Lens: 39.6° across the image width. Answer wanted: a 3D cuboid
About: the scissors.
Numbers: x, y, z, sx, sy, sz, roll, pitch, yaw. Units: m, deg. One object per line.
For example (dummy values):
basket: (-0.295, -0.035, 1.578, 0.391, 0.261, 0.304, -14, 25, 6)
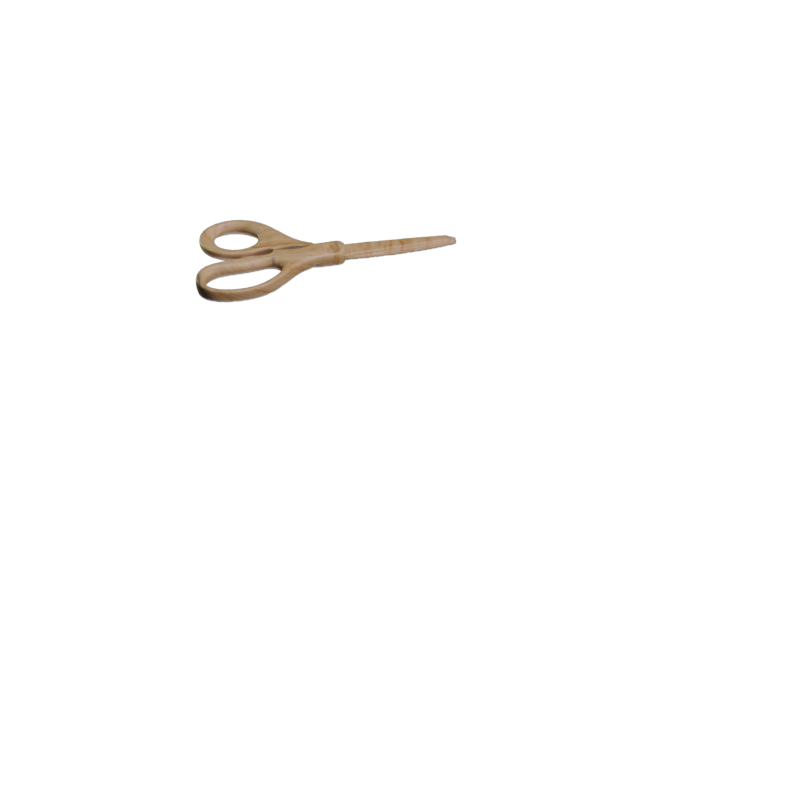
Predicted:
scissors: (-0.067, -0.123, 0.858, 0.200, 0.015, 0.104, -19, 46, -20)
